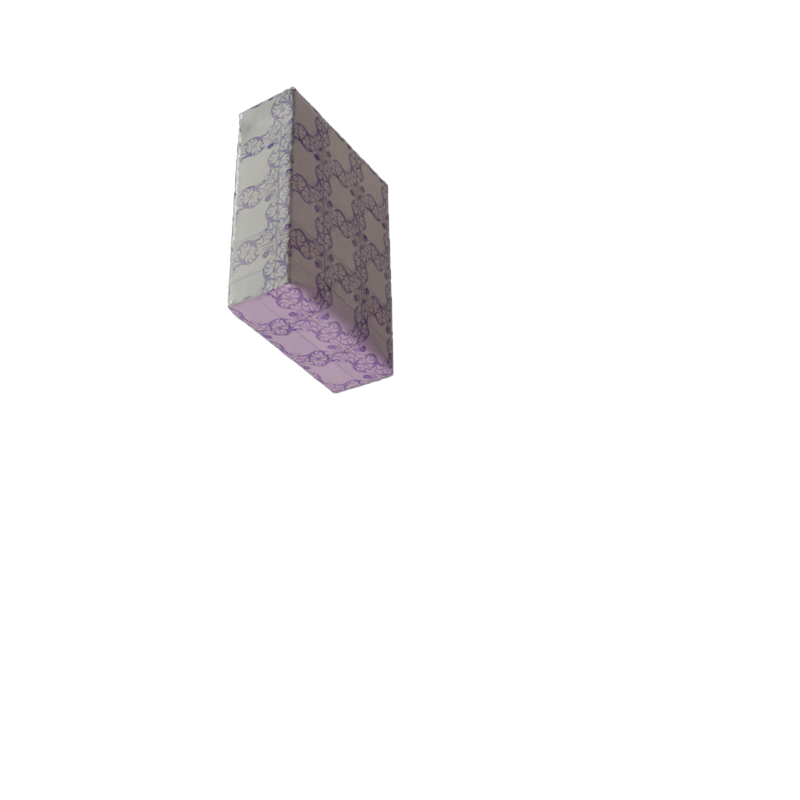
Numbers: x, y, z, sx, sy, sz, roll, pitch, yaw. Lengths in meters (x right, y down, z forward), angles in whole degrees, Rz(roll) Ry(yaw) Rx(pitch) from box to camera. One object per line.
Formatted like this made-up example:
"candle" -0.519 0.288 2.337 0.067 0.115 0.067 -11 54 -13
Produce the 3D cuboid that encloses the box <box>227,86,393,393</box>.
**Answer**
"box" -0.076 -0.138 0.966 0.072 0.229 0.152 -21 -38 25
